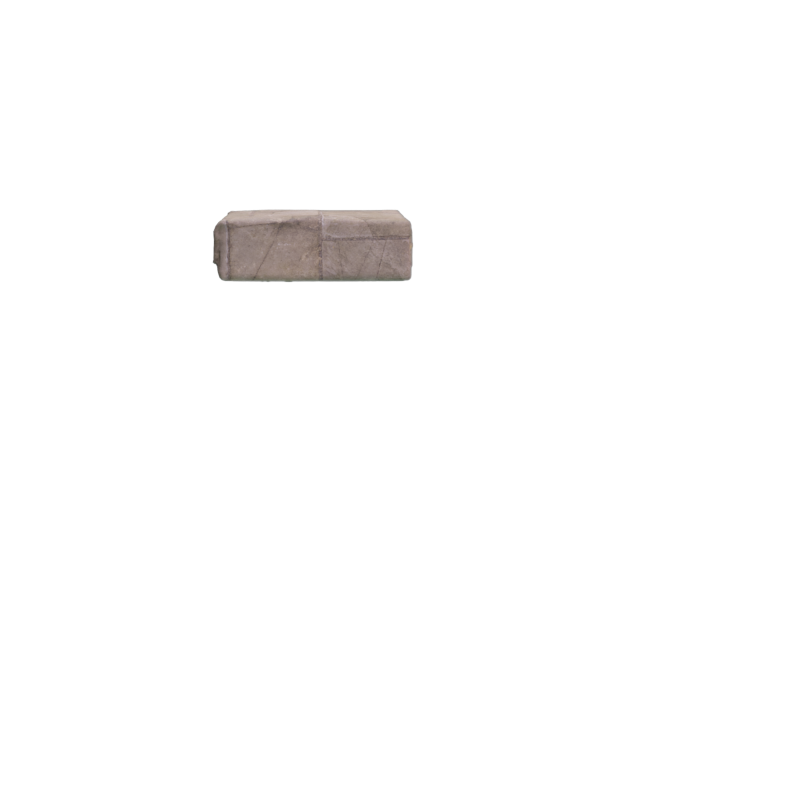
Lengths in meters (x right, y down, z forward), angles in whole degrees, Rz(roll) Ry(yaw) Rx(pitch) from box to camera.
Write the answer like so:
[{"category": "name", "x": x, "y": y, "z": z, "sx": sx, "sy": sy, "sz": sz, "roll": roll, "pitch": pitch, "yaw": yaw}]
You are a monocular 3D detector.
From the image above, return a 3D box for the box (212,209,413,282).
[{"category": "box", "x": -0.041, "y": -0.075, "z": 0.526, "sx": 0.089, "sy": 0.030, "sz": 0.075, "roll": 0, "pitch": 12, "yaw": -2}]
